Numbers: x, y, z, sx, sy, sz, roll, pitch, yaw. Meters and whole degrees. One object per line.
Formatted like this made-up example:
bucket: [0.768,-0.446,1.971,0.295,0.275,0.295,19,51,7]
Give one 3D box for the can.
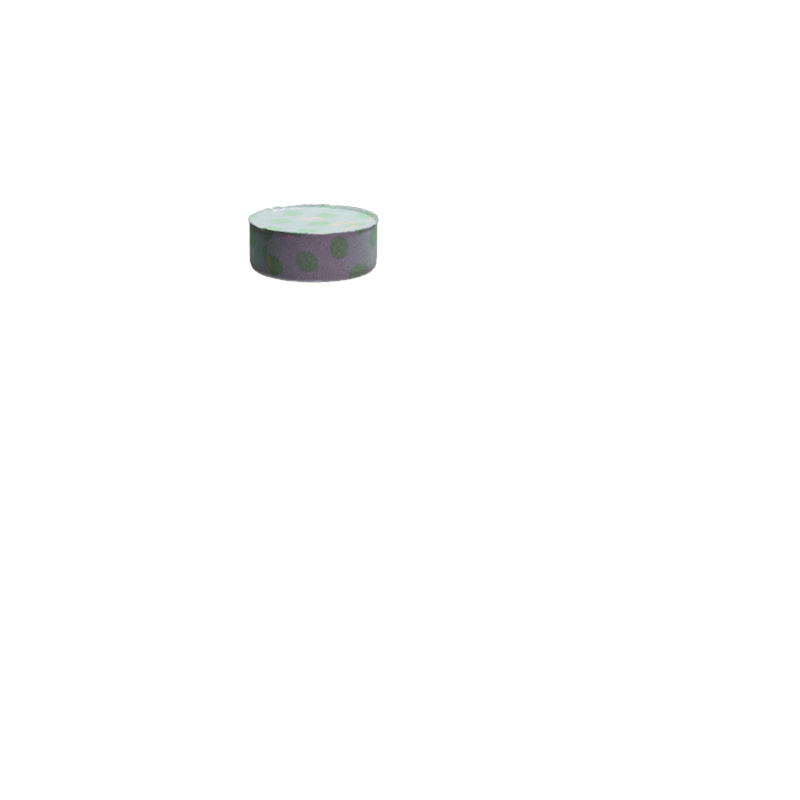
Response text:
can: [-0.057,-0.105,0.733,0.086,0.032,0.090,-1,21,-2]
